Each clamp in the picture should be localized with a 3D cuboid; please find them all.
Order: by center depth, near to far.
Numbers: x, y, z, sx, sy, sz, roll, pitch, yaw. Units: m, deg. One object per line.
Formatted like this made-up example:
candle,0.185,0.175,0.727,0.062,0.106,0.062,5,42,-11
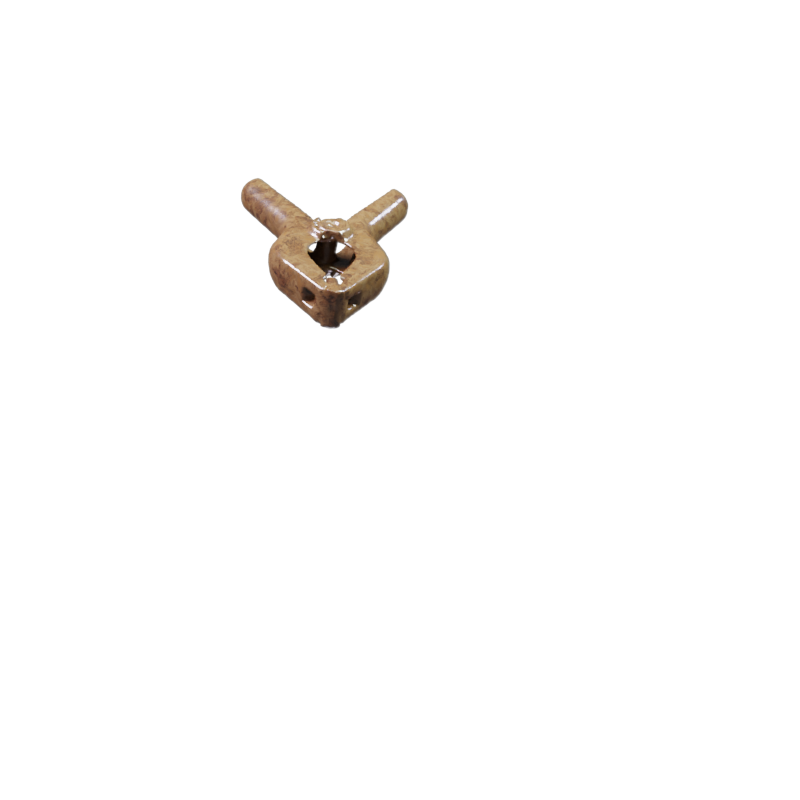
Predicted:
clamp,-0.059,-0.107,0.748,0.121,0.037,0.180,2,31,4
